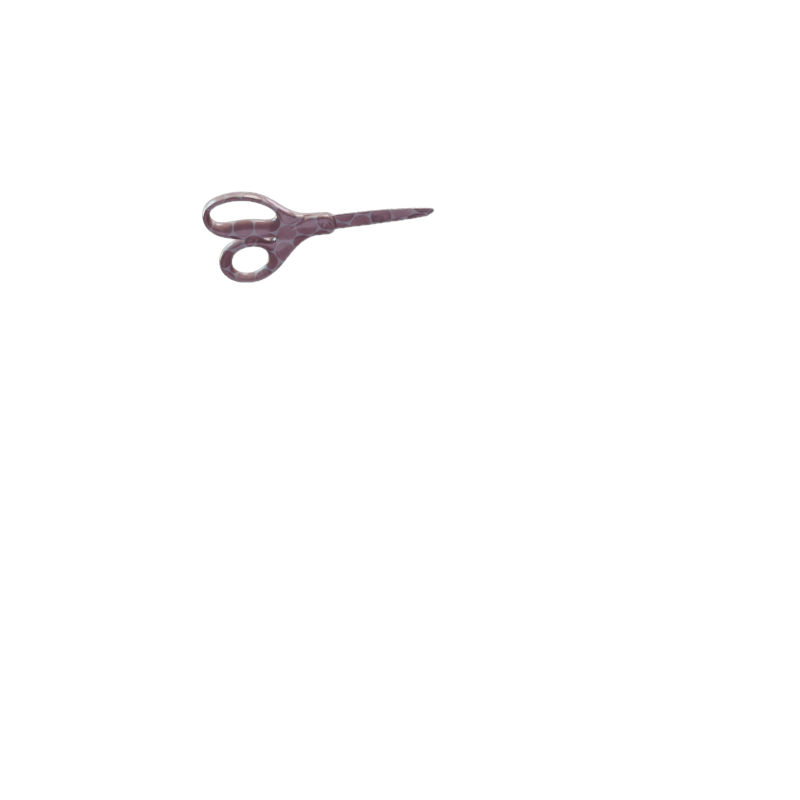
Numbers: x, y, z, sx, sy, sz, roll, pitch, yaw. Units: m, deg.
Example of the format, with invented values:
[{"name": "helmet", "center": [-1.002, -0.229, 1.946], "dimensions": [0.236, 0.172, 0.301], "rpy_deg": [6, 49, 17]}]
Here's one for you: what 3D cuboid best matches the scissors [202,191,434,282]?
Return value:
[{"name": "scissors", "center": [-0.077, -0.141, 0.990], "dimensions": [0.200, 0.091, 0.017], "rpy_deg": [7, 30, -4]}]
